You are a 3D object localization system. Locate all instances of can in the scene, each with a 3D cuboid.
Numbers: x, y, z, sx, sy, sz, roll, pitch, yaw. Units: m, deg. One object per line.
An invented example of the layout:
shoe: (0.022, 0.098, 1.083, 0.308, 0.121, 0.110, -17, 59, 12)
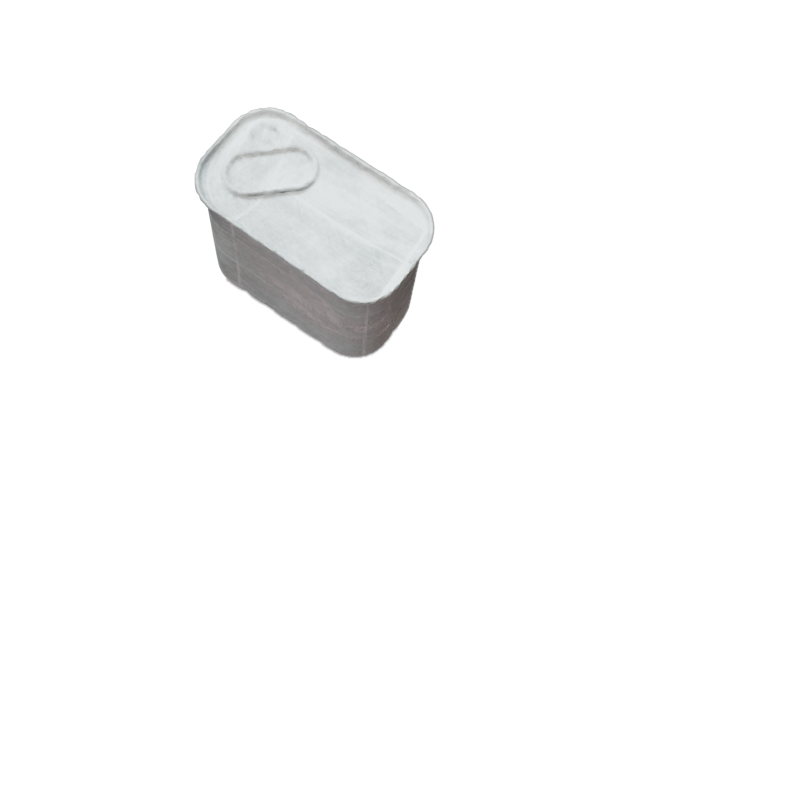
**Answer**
can: (-0.039, -0.072, 0.501, 0.105, 0.058, 0.080, 35, -18, 11)
